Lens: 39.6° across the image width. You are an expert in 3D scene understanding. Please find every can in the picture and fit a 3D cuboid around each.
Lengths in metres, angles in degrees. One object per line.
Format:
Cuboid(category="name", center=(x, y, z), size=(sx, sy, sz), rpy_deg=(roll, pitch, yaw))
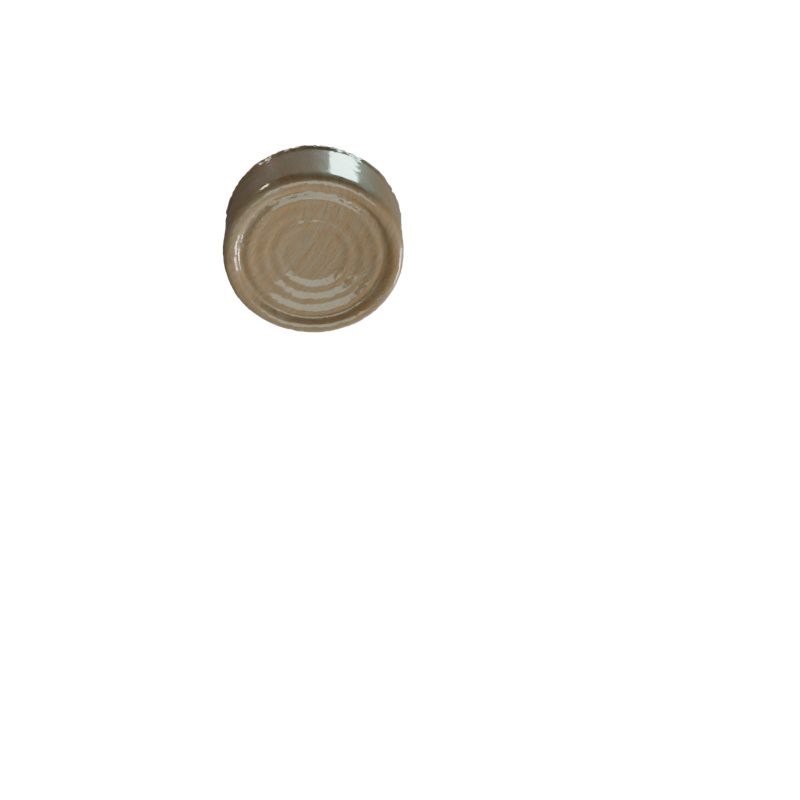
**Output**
Cuboid(category="can", center=(-0.041, -0.075, 0.526), size=(0.086, 0.081, 0.036), rpy_deg=(1, 32, -1))
